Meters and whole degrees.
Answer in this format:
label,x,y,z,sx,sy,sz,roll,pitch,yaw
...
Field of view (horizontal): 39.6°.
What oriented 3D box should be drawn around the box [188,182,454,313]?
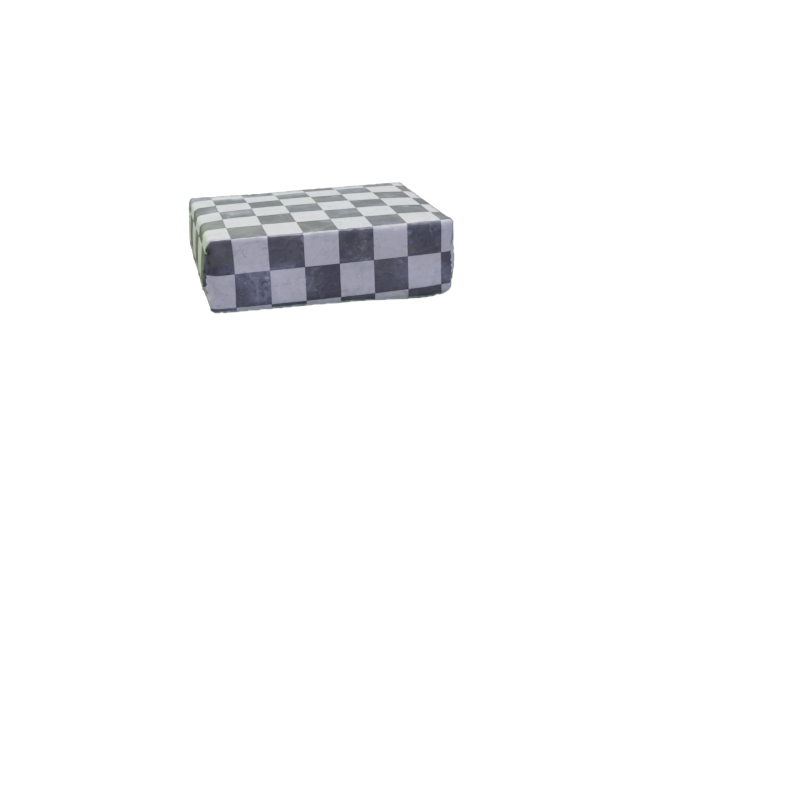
label,x,y,z,sx,sy,sz,roll,pitch,yaw
box,-0.041,-0.075,0.525,0.112,0.037,0.095,-5,22,-12
